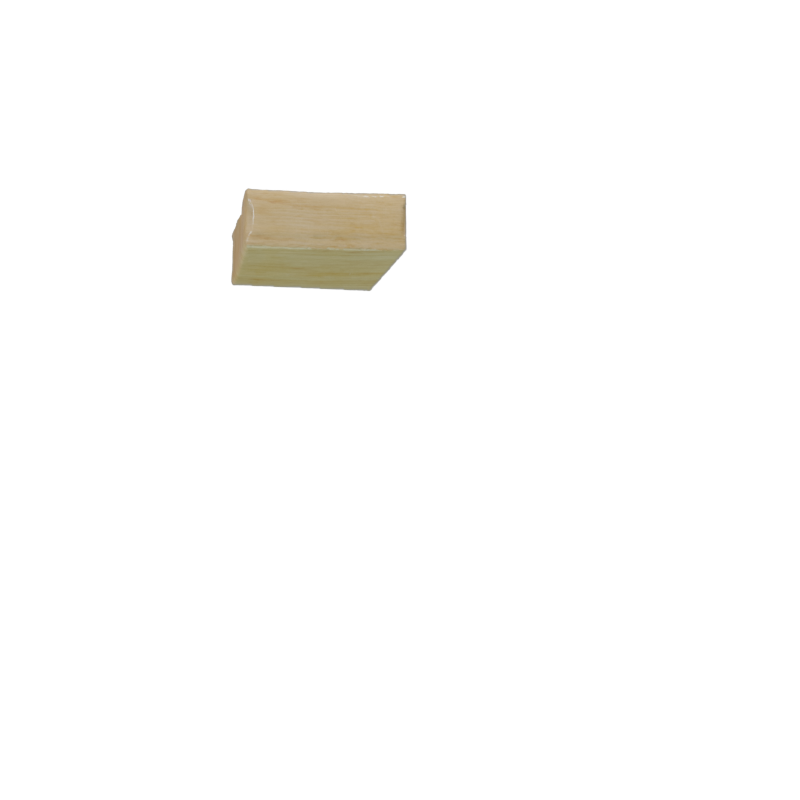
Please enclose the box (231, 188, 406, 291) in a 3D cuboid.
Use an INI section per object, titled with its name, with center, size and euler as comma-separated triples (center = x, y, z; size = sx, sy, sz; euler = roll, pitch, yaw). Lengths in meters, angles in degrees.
[box]
center = -0.042, -0.076, 0.530
size = 0.072, 0.031, 0.088
euler = 1, -7, -10
